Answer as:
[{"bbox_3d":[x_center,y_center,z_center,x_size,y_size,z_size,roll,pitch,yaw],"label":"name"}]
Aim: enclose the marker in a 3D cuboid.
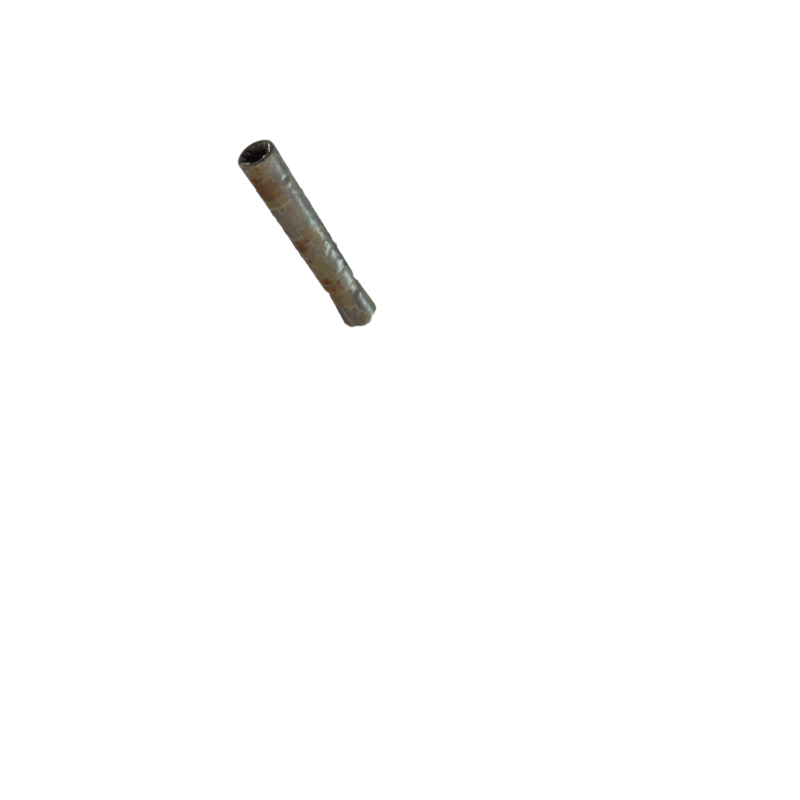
[{"bbox_3d":[-0.042,-0.077,0.539,0.020,0.021,0.112,2,-38,35],"label":"marker"}]
